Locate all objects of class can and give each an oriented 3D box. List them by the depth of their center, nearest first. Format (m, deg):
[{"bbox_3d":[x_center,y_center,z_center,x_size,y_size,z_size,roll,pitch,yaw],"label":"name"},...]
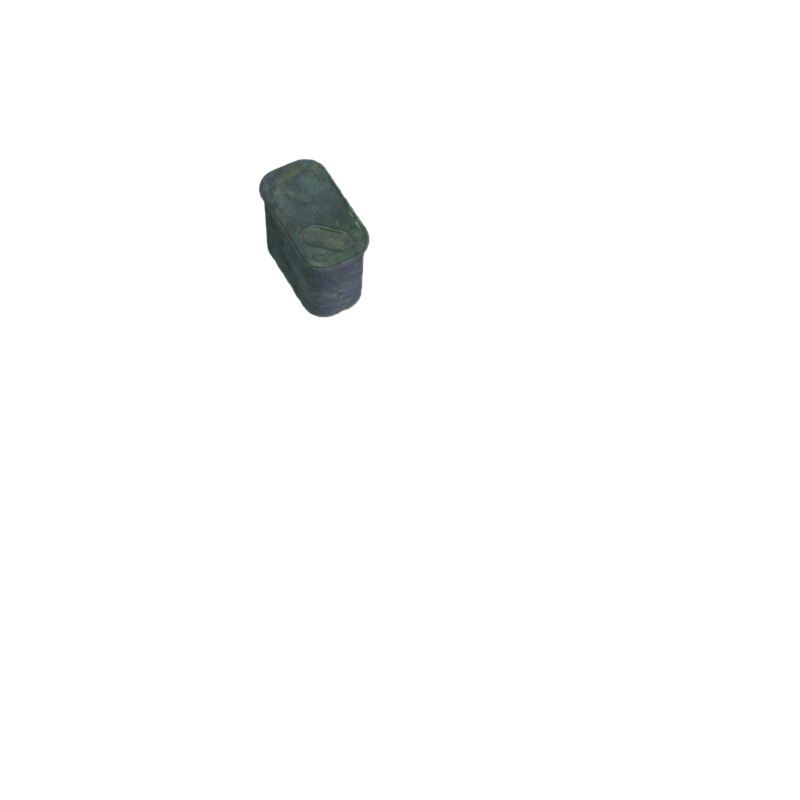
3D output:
[{"bbox_3d":[-0.069,-0.126,0.885,0.057,0.109,0.079,-25,-26,-15],"label":"can"}]
